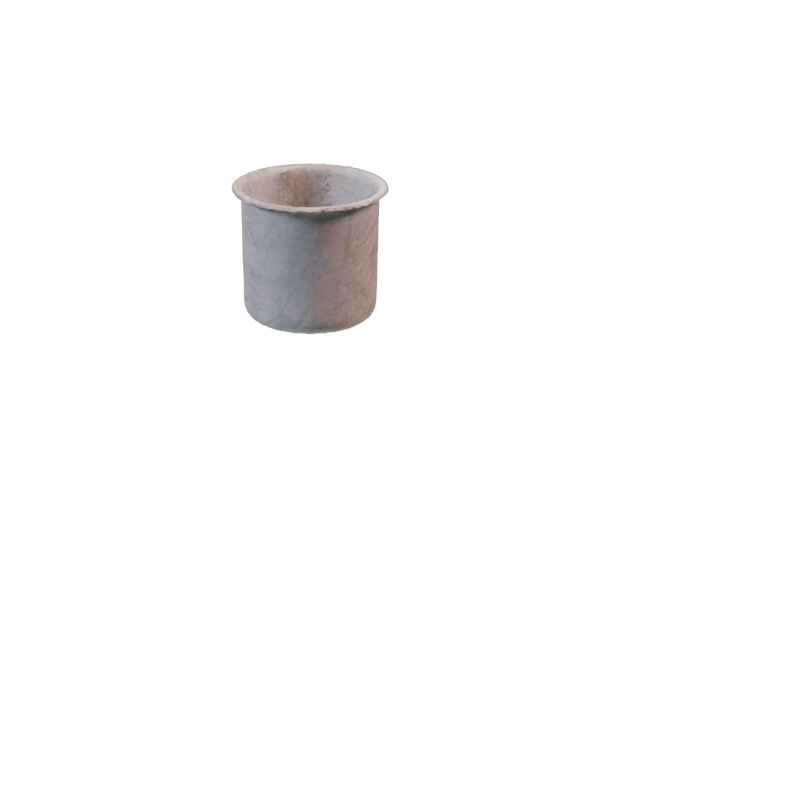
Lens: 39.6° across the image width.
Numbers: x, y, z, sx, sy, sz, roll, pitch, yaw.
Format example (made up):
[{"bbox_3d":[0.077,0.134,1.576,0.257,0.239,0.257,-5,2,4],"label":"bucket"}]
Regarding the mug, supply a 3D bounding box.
[{"bbox_3d":[-0.053,-0.097,0.682,0.094,0.077,0.122,3,25,5],"label":"mug"}]
